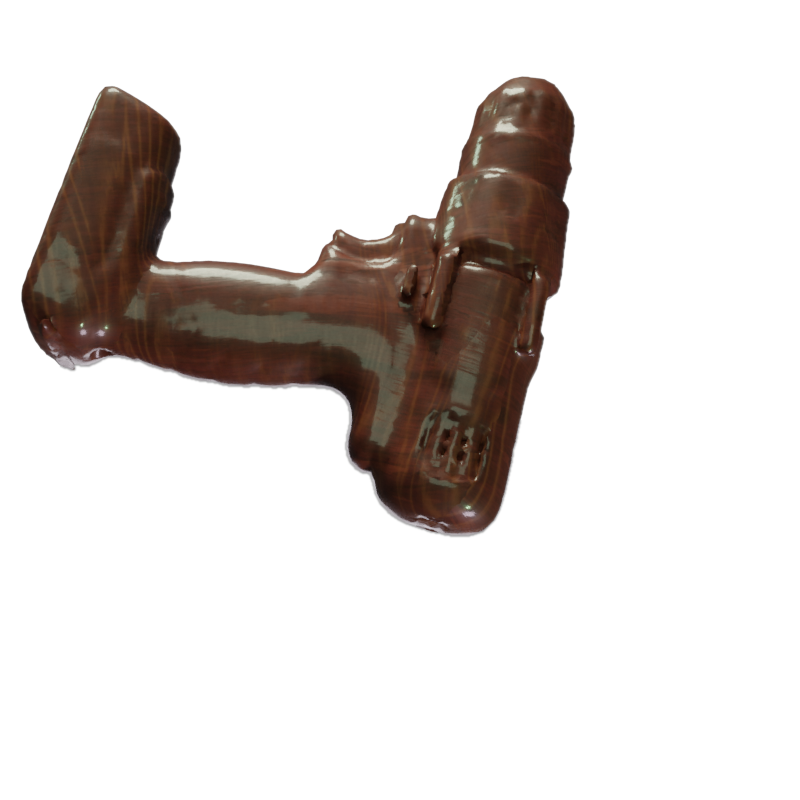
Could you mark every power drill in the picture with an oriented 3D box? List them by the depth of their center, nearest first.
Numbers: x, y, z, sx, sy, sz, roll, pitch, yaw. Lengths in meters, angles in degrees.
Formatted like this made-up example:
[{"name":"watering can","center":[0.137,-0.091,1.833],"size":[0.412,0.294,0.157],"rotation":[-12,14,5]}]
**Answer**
[{"name":"power drill","center":[-0.033,-0.060,0.421],"size":[0.190,0.192,0.054],"rotation":[13,-23,6]}]
